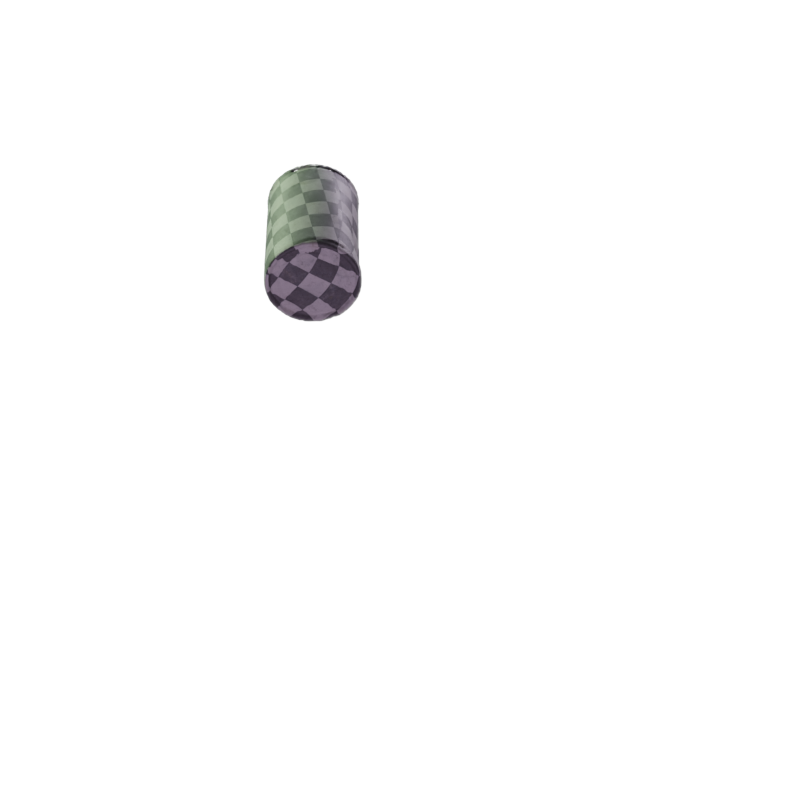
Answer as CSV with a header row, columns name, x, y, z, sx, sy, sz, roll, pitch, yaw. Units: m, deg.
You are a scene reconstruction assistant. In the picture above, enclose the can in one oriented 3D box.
name,x,y,z,sx,sy,sz,roll,pitch,yaw
can,-0.061,-0.112,0.782,0.068,0.064,0.109,-1,39,-3
